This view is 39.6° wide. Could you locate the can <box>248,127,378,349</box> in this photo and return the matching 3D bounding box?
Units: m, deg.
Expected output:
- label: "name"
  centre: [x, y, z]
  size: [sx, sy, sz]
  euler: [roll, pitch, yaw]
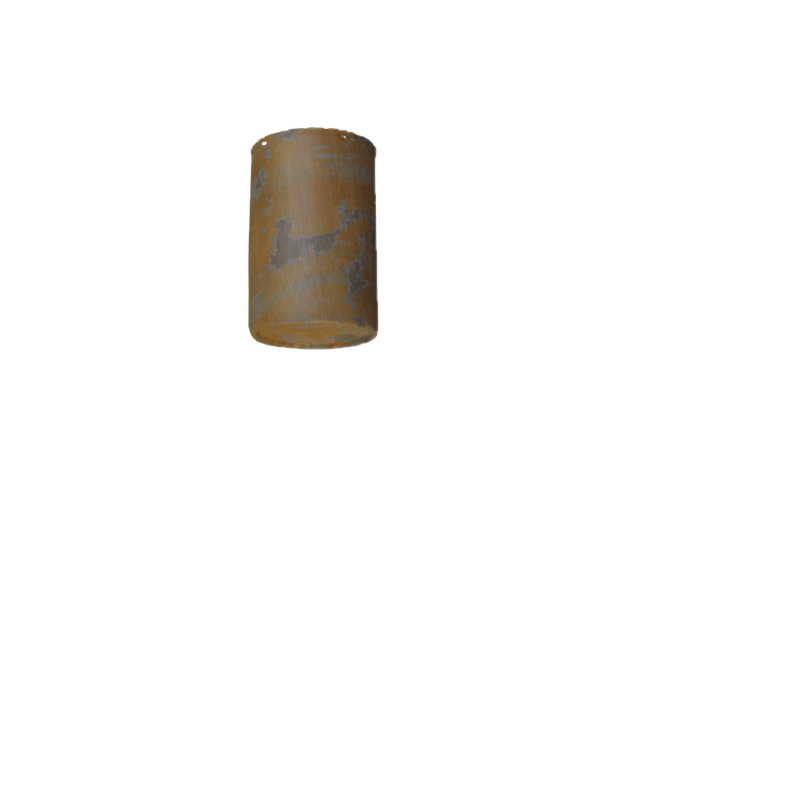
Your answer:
- label: "can"
  centre: [-0.045, -0.083, 0.581]
  size: [0.068, 0.106, 0.066]
  euler: [0, -15, -2]
